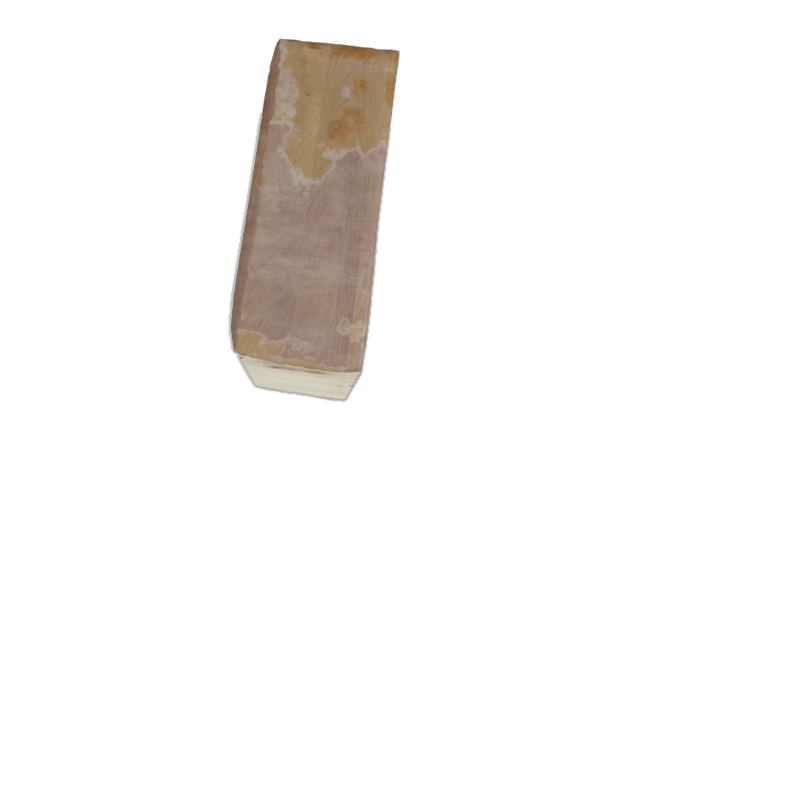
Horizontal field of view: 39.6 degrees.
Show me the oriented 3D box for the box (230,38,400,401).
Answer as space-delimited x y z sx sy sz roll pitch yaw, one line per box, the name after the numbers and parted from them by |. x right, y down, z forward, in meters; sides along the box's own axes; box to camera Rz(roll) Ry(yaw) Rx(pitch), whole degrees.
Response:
-0.050 -0.091 0.639 0.072 0.168 0.210 7 -7 -3 | box
